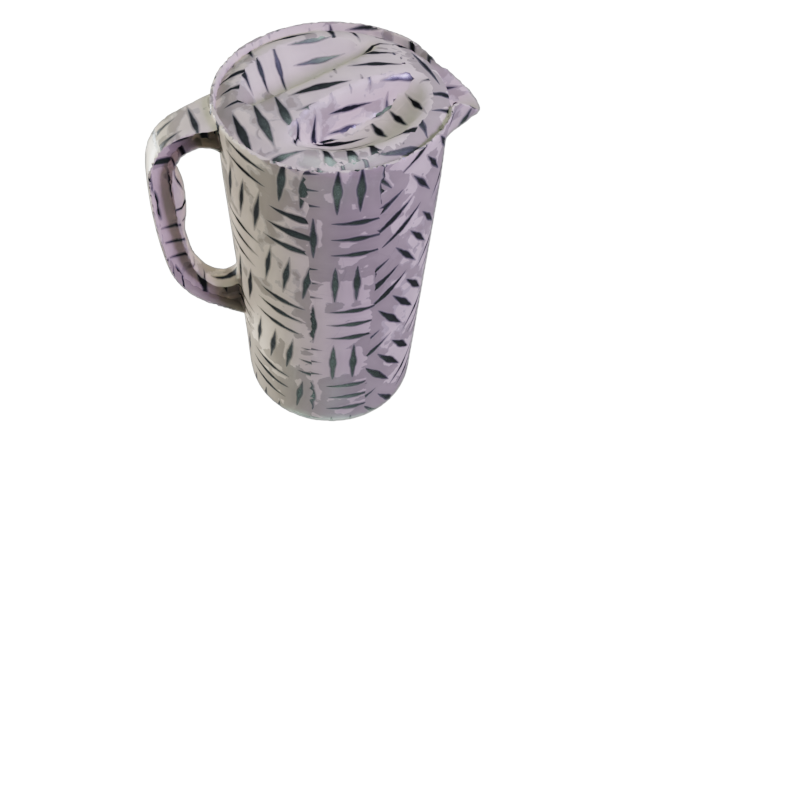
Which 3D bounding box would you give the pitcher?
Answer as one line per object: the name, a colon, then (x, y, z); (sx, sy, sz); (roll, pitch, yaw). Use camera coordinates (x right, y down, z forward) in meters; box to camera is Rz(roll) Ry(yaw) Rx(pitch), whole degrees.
pitcher: (-0.053, -0.097, 0.679); (0.156, 0.226, 0.149); (27, 53, 19)
